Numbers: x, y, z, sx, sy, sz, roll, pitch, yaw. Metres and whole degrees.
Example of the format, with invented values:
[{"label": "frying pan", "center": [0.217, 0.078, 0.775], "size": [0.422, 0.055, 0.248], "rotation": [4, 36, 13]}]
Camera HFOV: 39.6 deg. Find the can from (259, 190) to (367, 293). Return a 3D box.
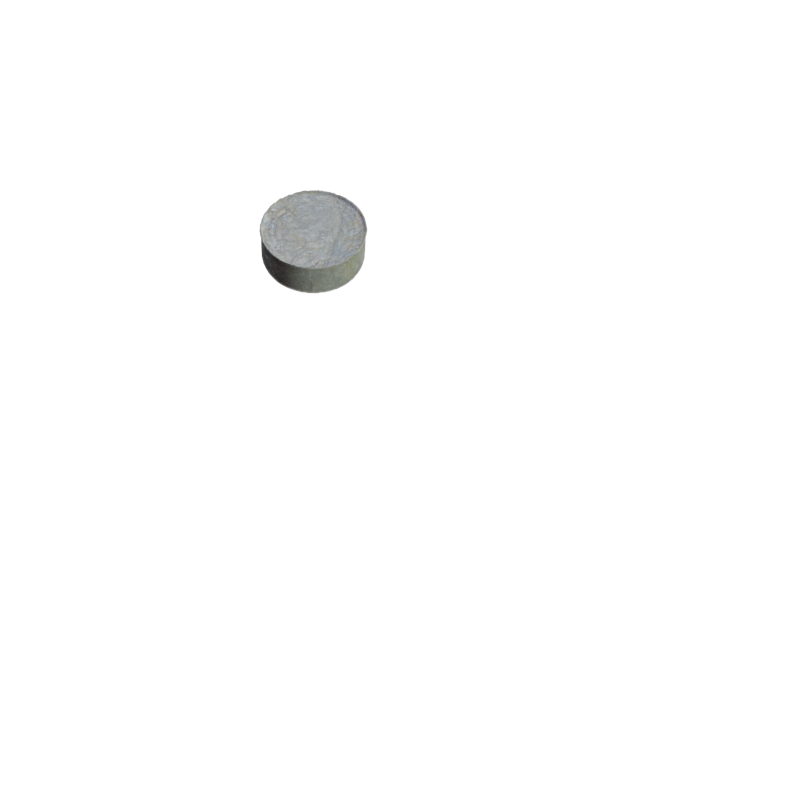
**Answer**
[{"label": "can", "center": [-0.070, -0.128, 0.896], "size": [0.086, 0.092, 0.031], "rotation": [-1, -39, -1]}]
